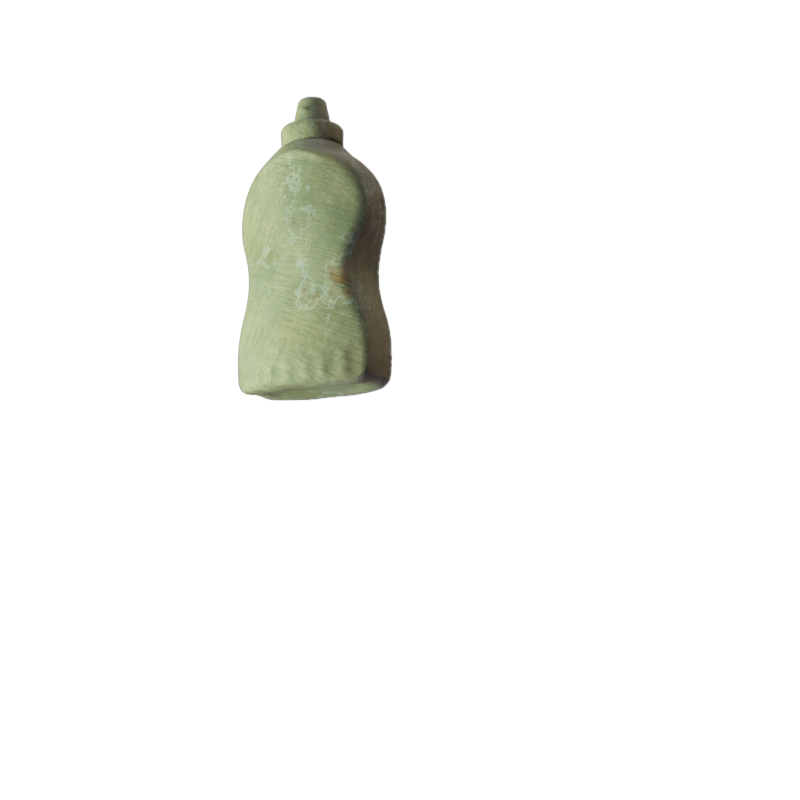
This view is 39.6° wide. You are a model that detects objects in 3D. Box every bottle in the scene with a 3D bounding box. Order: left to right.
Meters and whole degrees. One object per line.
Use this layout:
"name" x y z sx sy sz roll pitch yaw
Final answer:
"bottle" -0.055 -0.100 0.698 0.098 0.199 0.055 -10 -18 31
